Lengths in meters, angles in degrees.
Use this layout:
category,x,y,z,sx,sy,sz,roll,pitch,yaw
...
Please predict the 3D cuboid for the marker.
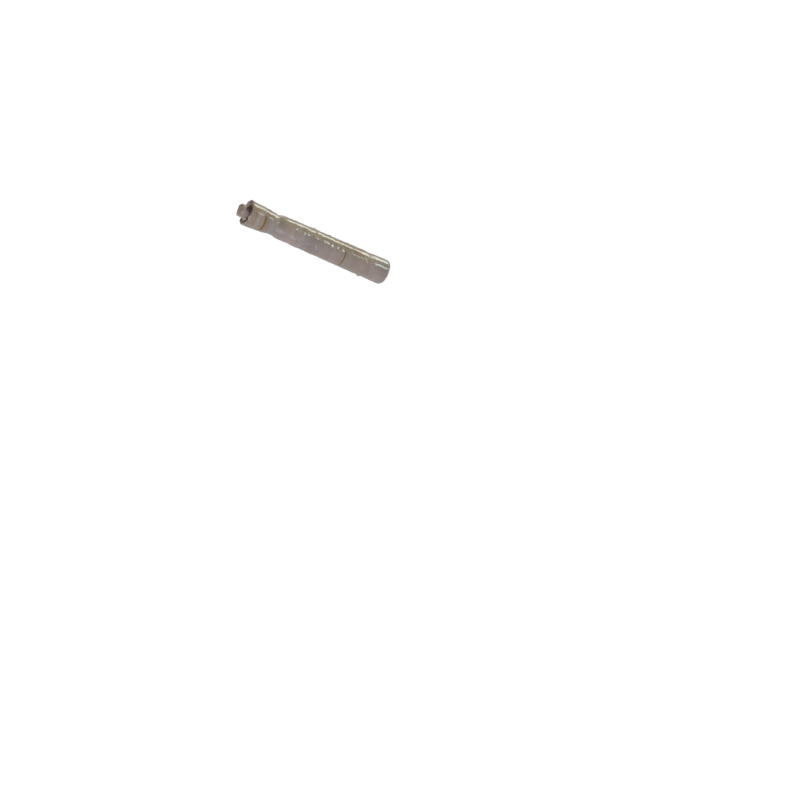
category,x,y,z,sx,sy,sz,roll,pitch,yaw
marker,-0.062,-0.112,0.786,0.115,0.020,0.020,21,-6,-24
